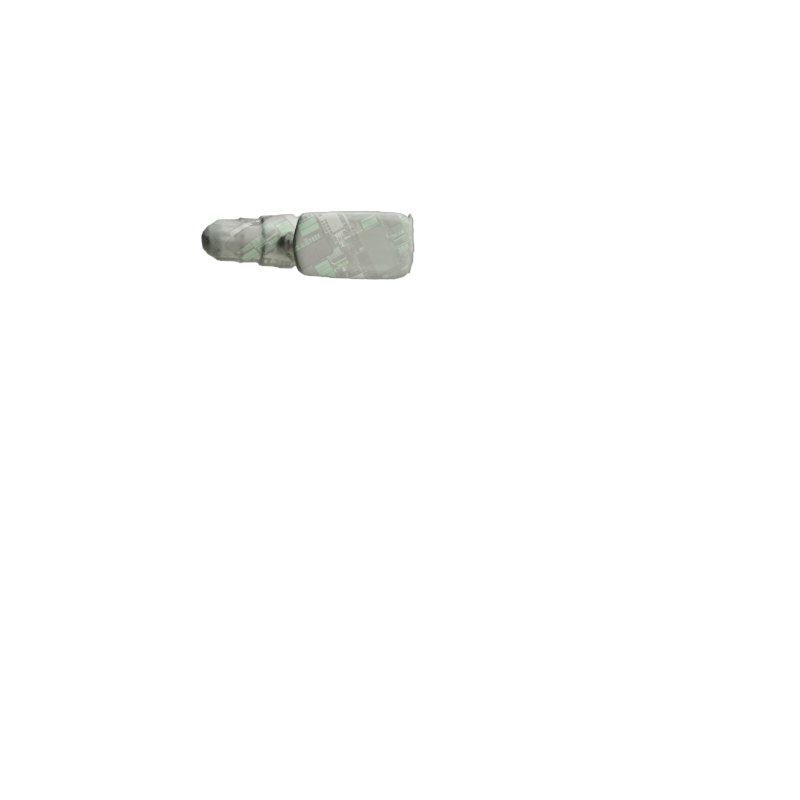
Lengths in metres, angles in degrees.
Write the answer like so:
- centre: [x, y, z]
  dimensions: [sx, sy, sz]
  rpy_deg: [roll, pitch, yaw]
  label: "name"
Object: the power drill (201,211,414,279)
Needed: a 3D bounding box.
- centre: [-0.078, -0.142, 0.997]
  dimensions: [0.181, 0.057, 0.194]
  rpy_deg: [-3, 10, -15]
  label: "power drill"
